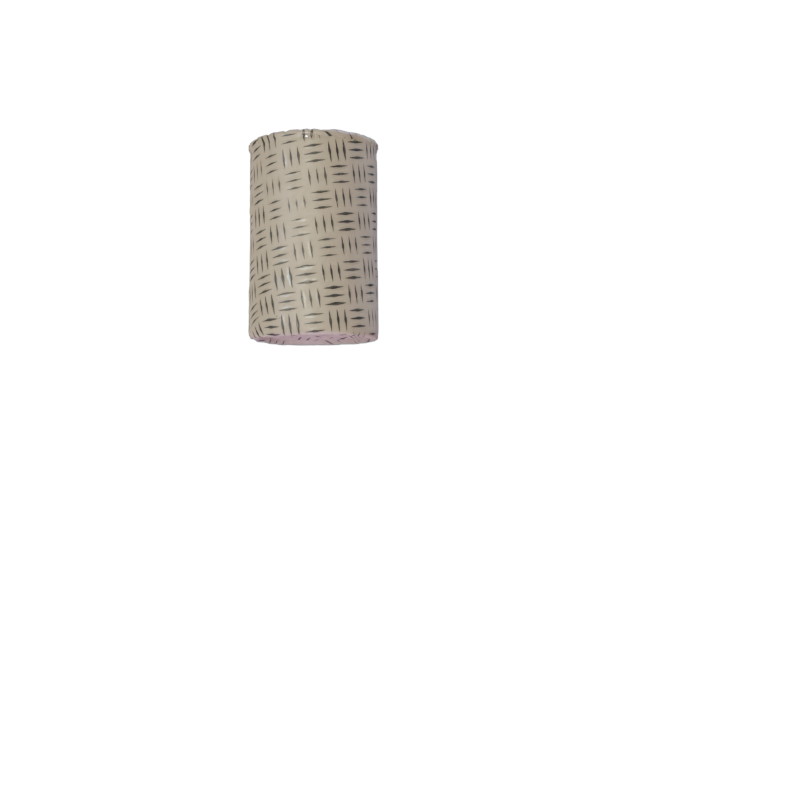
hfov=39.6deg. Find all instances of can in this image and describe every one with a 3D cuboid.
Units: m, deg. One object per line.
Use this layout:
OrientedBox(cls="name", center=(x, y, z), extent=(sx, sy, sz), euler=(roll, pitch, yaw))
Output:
OrientedBox(cls="can", center=(-0.045, -0.082, 0.572), extent=(0.068, 0.105, 0.067), euler=(0, -8, -2))
